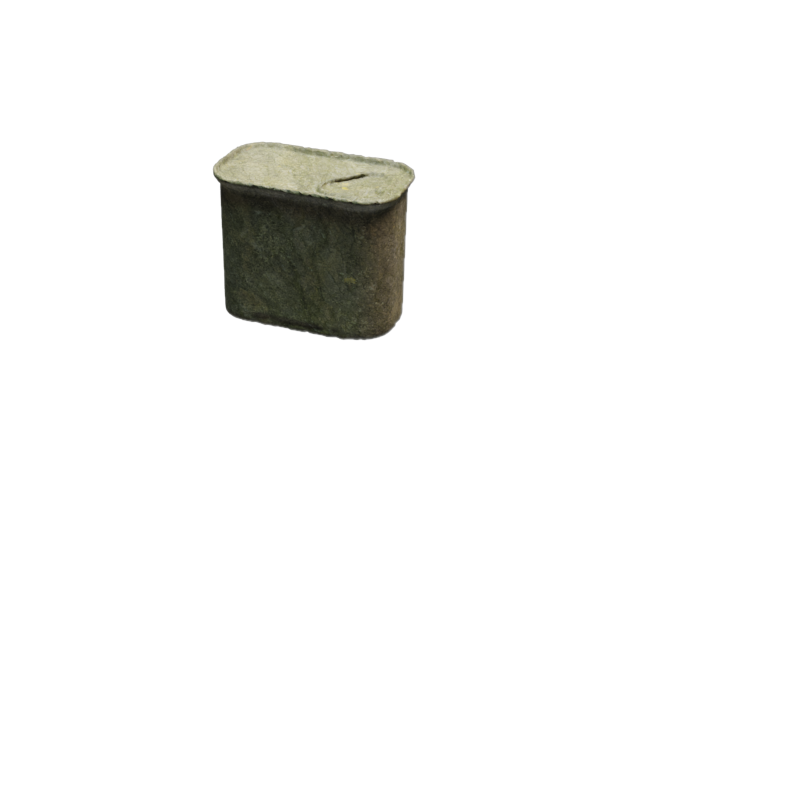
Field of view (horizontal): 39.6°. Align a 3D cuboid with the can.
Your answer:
[{"bbox_3d":[-0.046,-0.084,0.589,0.105,0.079,0.059,12,31,18],"label":"can"}]
